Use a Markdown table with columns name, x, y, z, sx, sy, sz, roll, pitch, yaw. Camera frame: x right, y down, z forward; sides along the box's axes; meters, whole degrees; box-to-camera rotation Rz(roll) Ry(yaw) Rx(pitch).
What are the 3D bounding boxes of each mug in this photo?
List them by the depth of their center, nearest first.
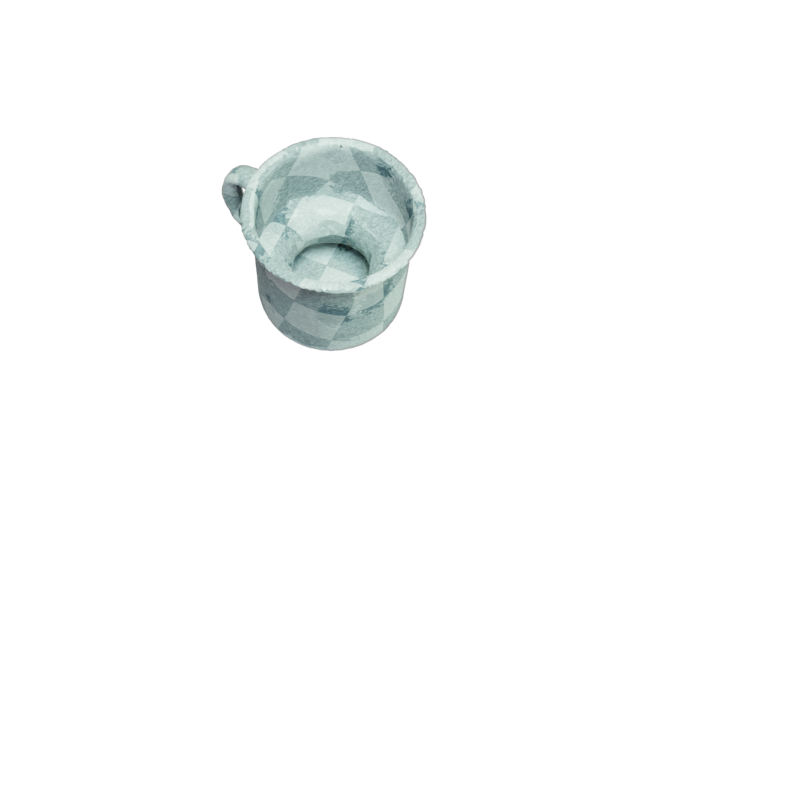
| name | x | y | z | sx | sy | sz | roll | pitch | yaw |
| --- | --- | --- | --- | --- | --- | --- | --- | --- | --- |
| mug | -0.046 | -0.084 | 0.590 | 0.121 | 0.096 | 0.077 | 29 | -25 | 14 |
